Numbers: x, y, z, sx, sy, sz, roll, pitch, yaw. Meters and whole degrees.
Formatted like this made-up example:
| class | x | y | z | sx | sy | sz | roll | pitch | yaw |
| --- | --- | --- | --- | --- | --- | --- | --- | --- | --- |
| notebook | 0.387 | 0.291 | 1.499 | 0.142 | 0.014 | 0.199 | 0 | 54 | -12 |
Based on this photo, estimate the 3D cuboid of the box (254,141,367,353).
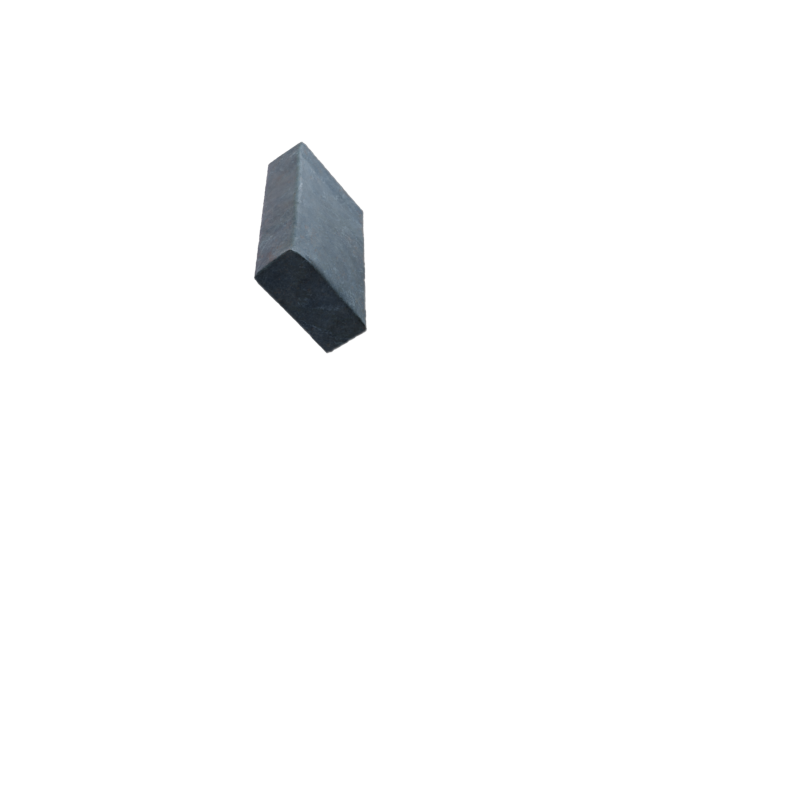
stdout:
| class | x | y | z | sx | sy | sz | roll | pitch | yaw |
| --- | --- | --- | --- | --- | --- | --- | --- | --- | --- |
| box | -0.071 | -0.128 | 0.901 | 0.048 | 0.088 | 0.188 | -33 | 31 | 19 |
